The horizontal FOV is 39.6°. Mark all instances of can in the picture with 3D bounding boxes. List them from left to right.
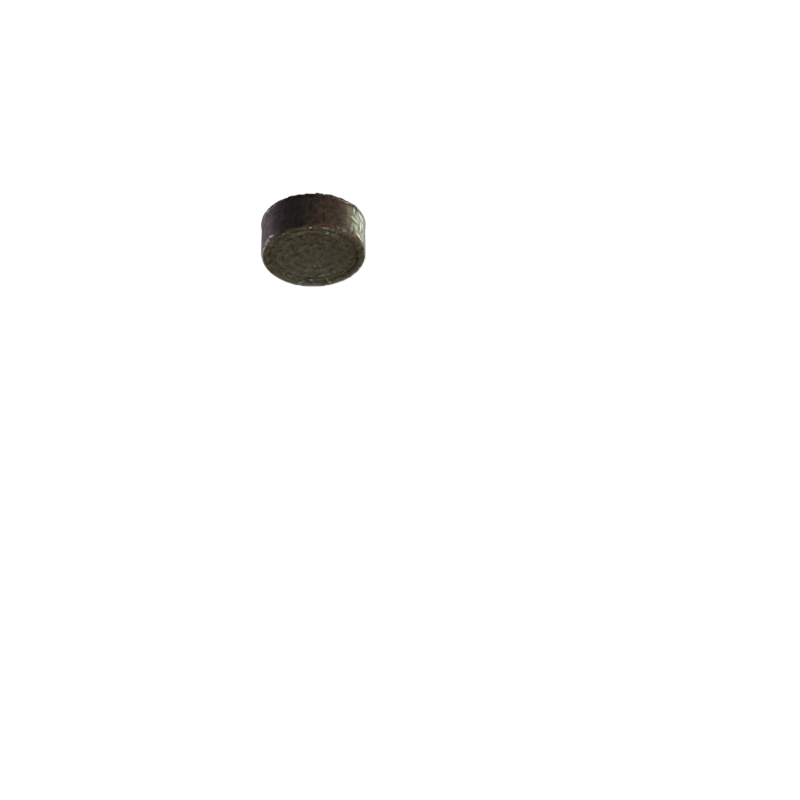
[{"bbox_3d":[-0.070,-0.128,0.896,0.086,0.036,0.080,1,-31,-2],"label":"can"}]
